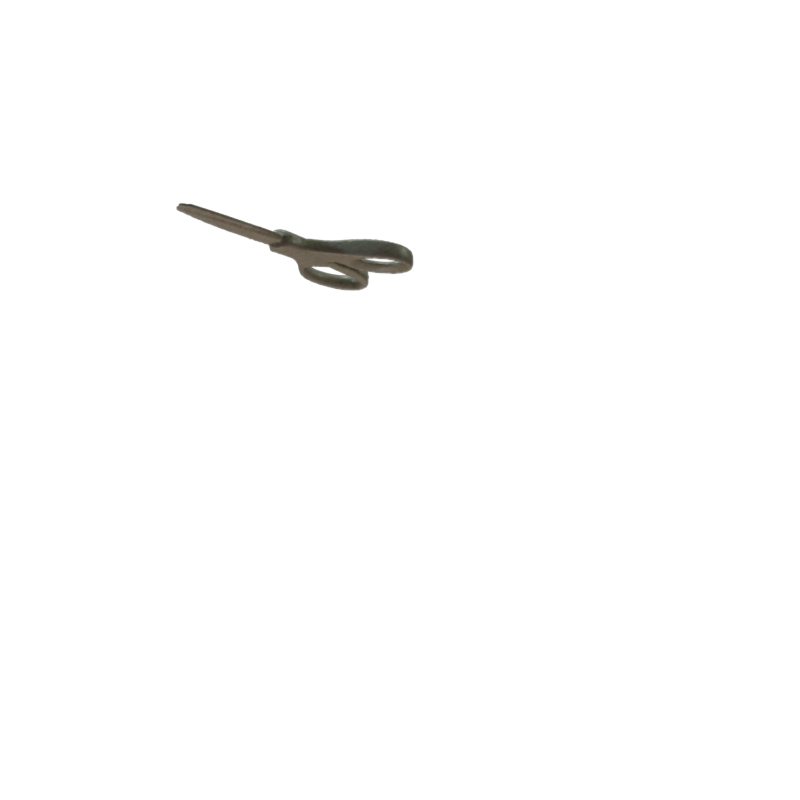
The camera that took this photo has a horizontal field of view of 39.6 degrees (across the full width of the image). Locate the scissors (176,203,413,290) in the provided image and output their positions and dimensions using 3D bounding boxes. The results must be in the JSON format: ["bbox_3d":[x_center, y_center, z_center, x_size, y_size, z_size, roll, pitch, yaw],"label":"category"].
[{"bbox_3d":[-0.061,-0.111,0.774,0.098,0.016,0.190,-6,-13,24],"label":"scissors"}]
